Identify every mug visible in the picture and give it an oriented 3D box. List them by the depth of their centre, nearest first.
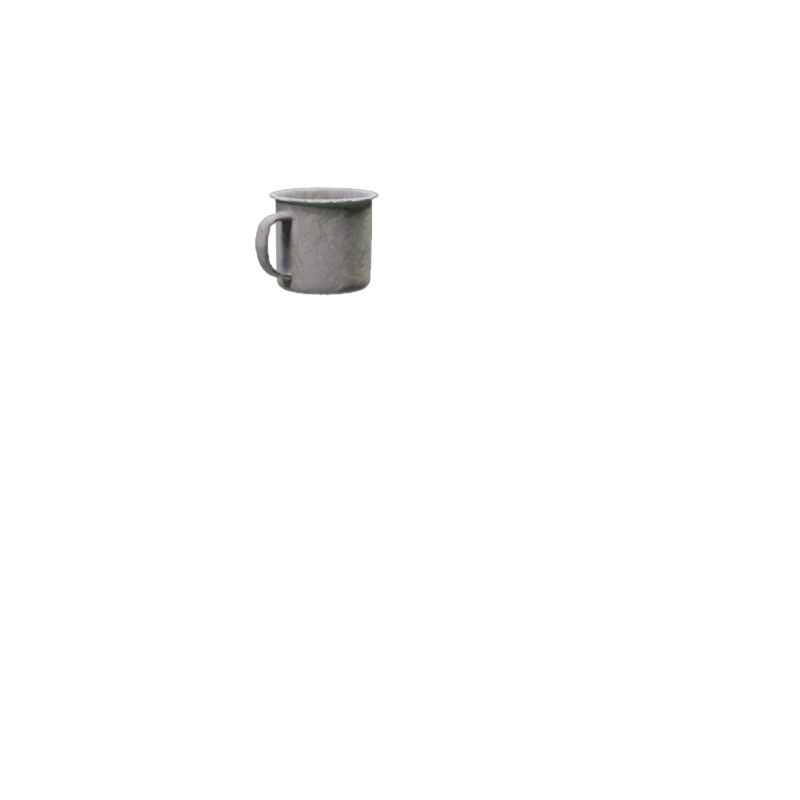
[{"bbox_3d":[-0.074,-0.135,0.943,0.098,0.079,0.114,14,20,43],"label":"mug"}]
